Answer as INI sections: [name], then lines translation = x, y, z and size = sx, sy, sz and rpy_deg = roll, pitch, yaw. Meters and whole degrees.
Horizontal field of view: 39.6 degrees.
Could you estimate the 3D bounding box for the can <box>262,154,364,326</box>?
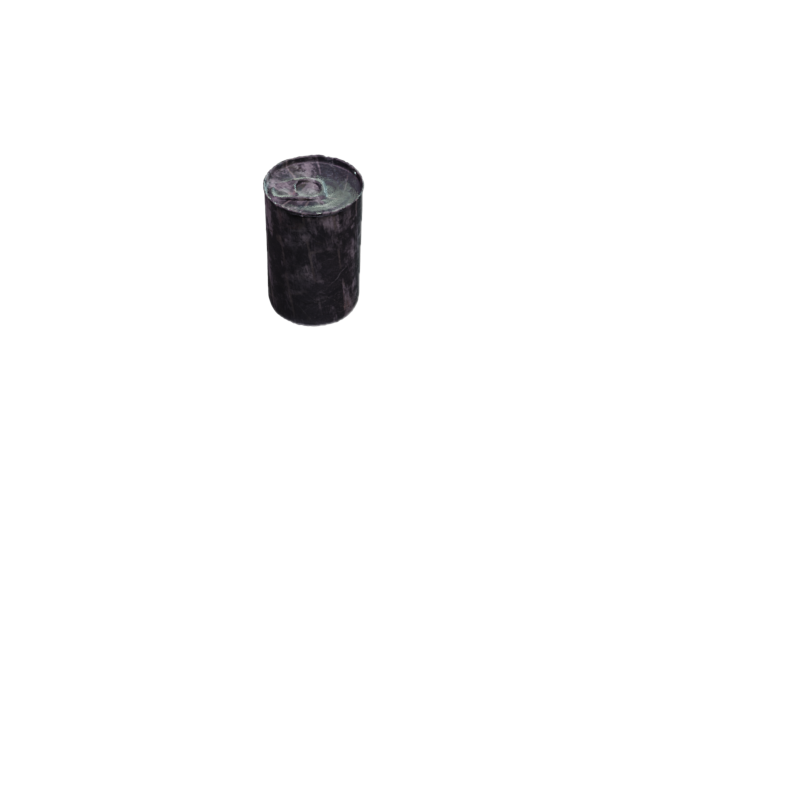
[can]
translation = -0.061, -0.110, 0.773
size = 0.068, 0.095, 0.074
rpy_deg = 0, 43, -3
